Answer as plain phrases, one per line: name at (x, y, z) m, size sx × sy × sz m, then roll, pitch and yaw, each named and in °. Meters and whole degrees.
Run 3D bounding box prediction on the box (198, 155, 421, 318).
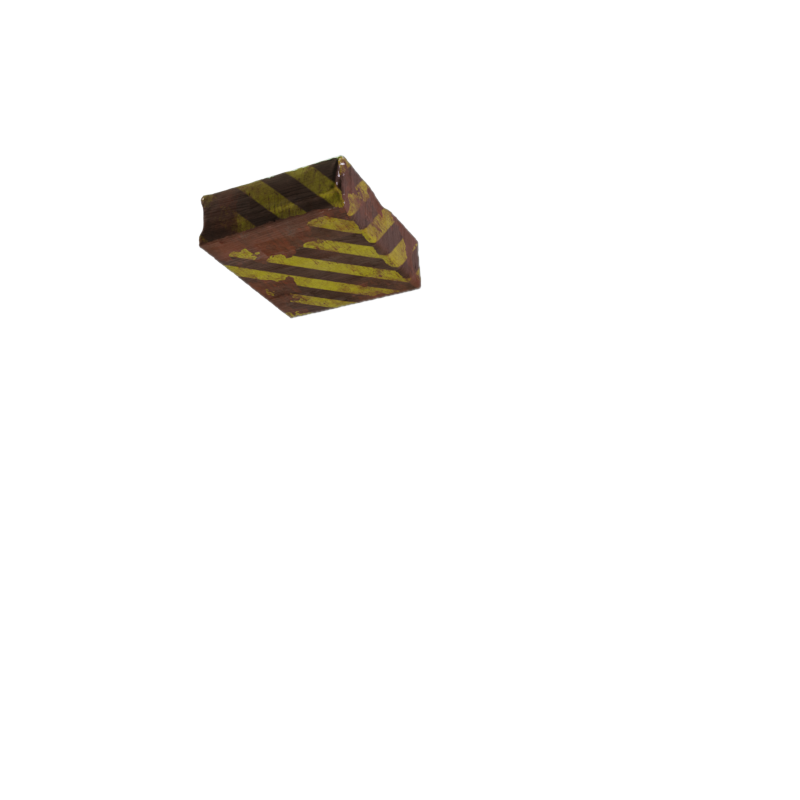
box at (-0.041, -0.074, 0.521) m, size 0.074 × 0.032 × 0.083 m, roll -12°, pitch -27°, yaw 23°
